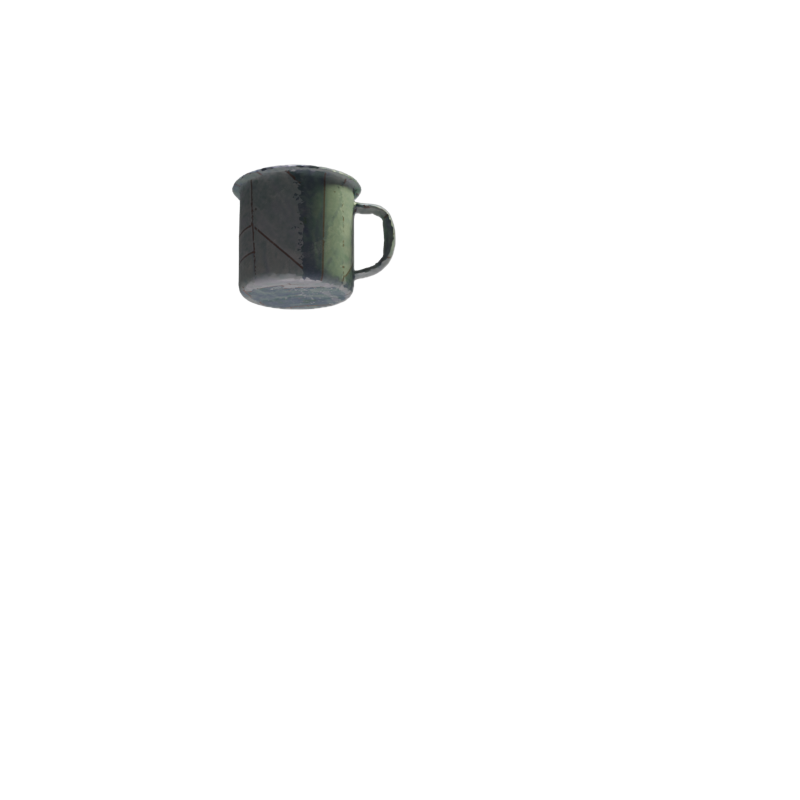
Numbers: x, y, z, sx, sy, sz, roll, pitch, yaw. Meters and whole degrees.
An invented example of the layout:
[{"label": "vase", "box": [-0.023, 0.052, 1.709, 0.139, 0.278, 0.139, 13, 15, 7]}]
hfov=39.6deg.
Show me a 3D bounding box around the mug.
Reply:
[{"label": "mug", "box": [-0.062, -0.113, 0.789, 0.117, 0.085, 0.090, 0, -14, -2]}]
